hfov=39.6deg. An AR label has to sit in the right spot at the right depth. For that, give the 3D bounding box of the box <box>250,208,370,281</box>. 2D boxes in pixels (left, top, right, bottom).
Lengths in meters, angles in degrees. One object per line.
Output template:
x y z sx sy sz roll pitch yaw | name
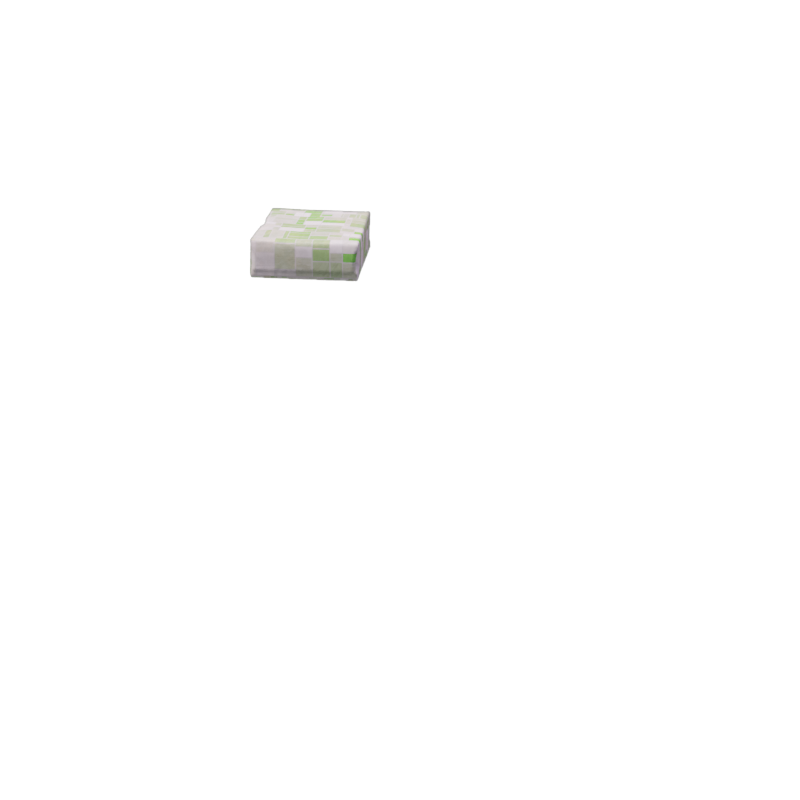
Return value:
-0.060 -0.110 0.772 0.074 0.029 0.092 3 23 6 | box
